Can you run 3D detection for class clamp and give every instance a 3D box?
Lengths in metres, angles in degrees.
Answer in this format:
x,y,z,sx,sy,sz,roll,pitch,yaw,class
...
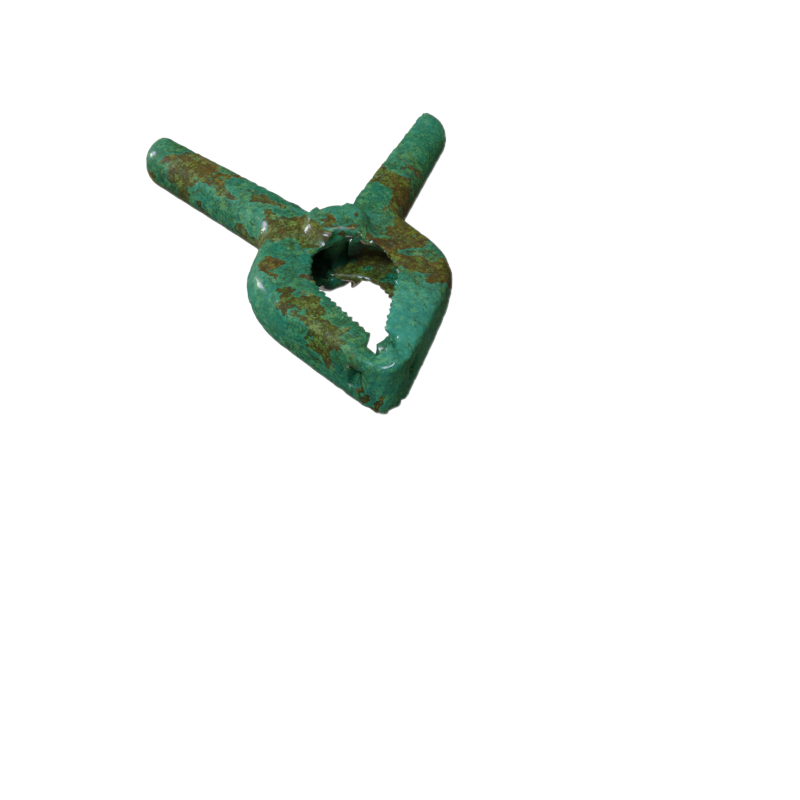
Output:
x,y,z,sx,sy,sz,roll,pitch,yaw,class
-0.042,-0.077,0.538,0.163,0.034,0.226,-5,42,-6,clamp
